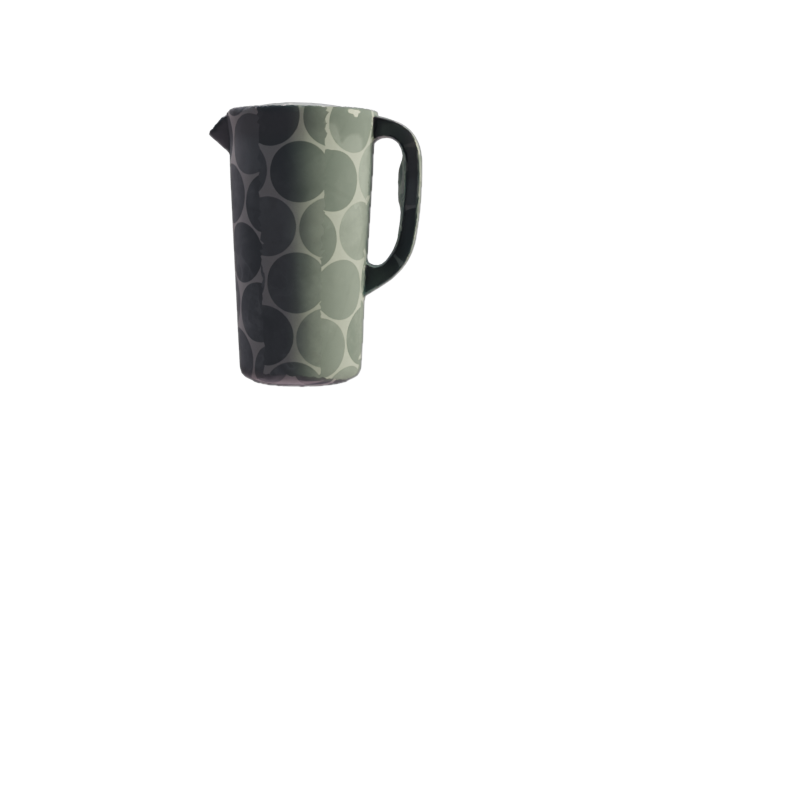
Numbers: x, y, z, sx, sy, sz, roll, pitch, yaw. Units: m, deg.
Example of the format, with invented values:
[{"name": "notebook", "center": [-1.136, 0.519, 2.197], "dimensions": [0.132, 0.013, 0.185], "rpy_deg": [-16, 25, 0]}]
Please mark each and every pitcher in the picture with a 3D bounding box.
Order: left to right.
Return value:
[{"name": "pitcher", "center": [-0.076, -0.139, 0.974], "dimensions": [0.140, 0.241, 0.156], "rpy_deg": [-3, 6, -38]}]
